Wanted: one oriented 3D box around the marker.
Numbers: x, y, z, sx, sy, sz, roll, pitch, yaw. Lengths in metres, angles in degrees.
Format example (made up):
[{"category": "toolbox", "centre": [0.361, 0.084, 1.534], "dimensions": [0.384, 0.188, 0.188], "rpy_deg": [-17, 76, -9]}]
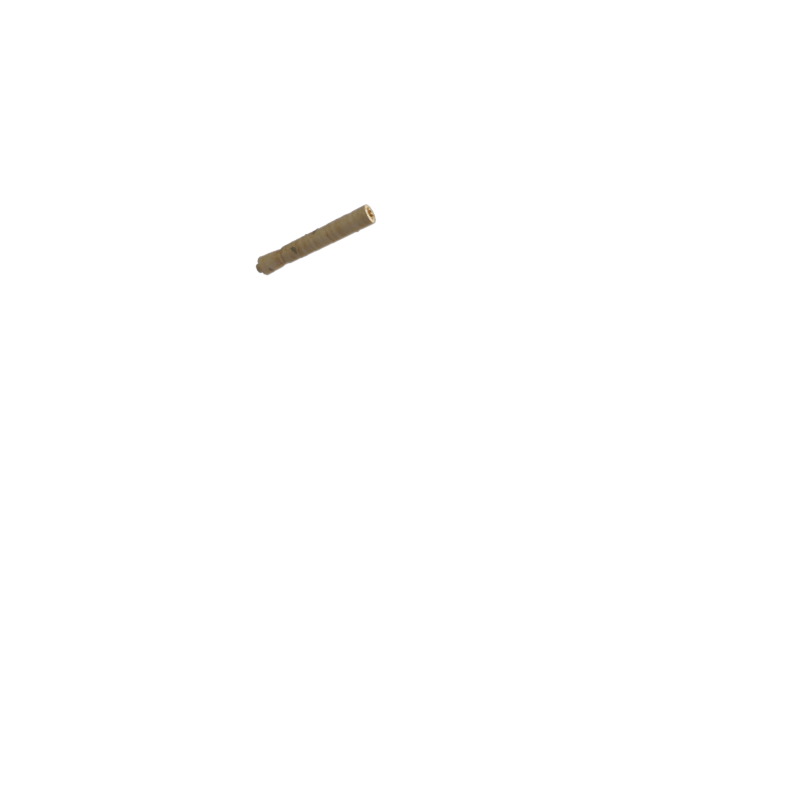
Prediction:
[{"category": "marker", "centre": [-0.078, -0.142, 0.995], "dimensions": [0.121, 0.020, 0.019], "rpy_deg": [-23, -5, 21]}]
